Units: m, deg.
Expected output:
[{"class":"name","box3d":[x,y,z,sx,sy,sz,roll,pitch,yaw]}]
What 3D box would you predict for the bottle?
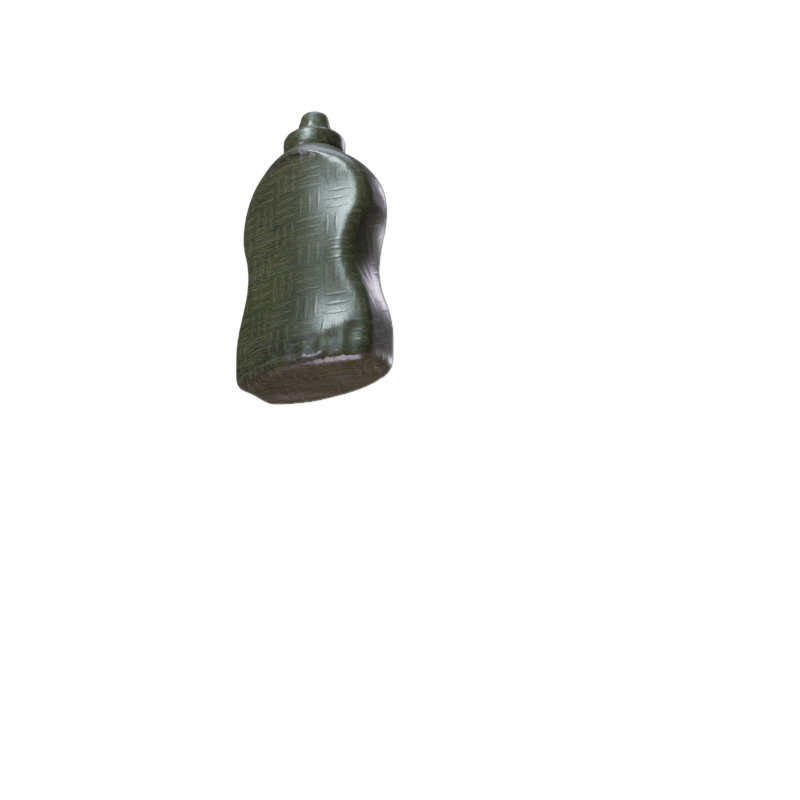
[{"class":"bottle","box3d":[-0.054,-0.099,0.692,0.097,0.204,0.054,-19,-32,29]}]
